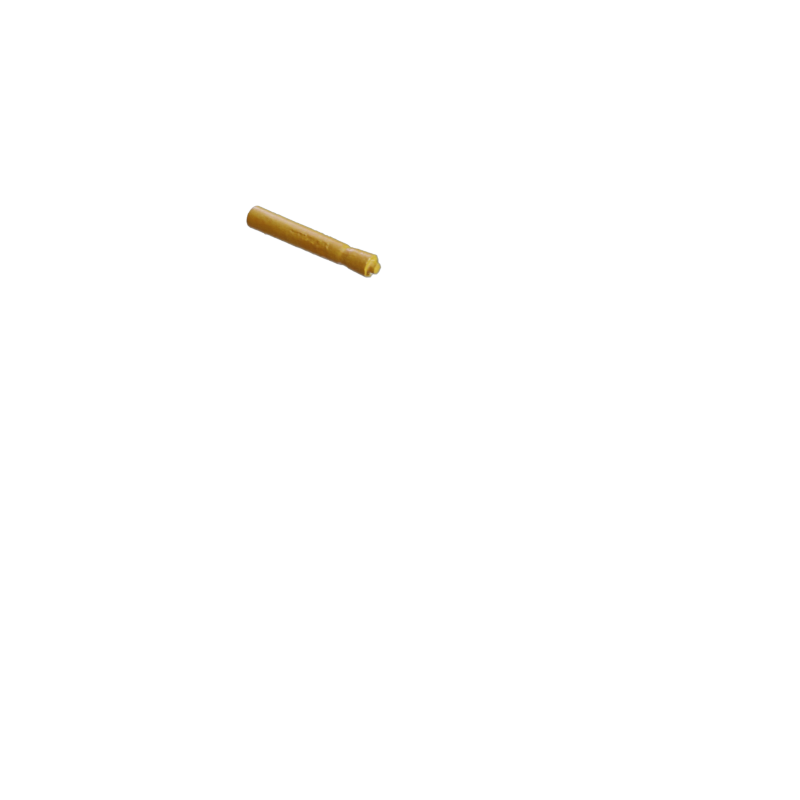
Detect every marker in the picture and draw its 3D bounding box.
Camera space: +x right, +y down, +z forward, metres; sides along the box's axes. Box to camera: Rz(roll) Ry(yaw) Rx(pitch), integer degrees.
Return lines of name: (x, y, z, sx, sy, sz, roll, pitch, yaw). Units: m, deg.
marker: (-0.067, -0.122, 0.856, 0.128, 0.019, 0.019, 26, 16, 28)
